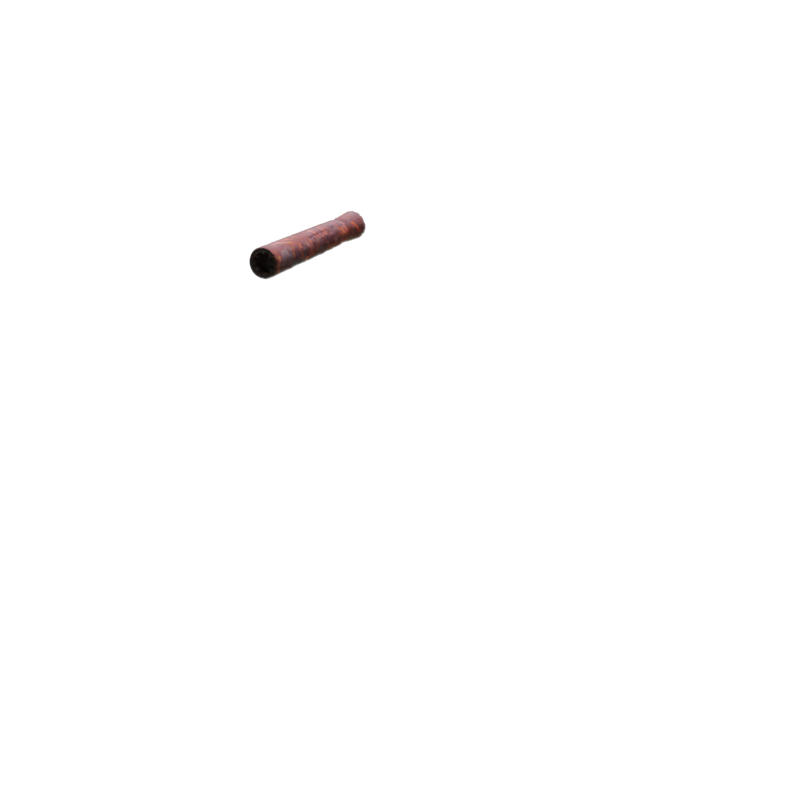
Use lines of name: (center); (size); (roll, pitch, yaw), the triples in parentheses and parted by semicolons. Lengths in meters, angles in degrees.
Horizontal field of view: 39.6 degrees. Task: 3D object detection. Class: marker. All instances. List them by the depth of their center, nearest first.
marker: (-0.053, -0.097, 0.681); (0.020, 0.019, 0.121); (2, 19, 25)
